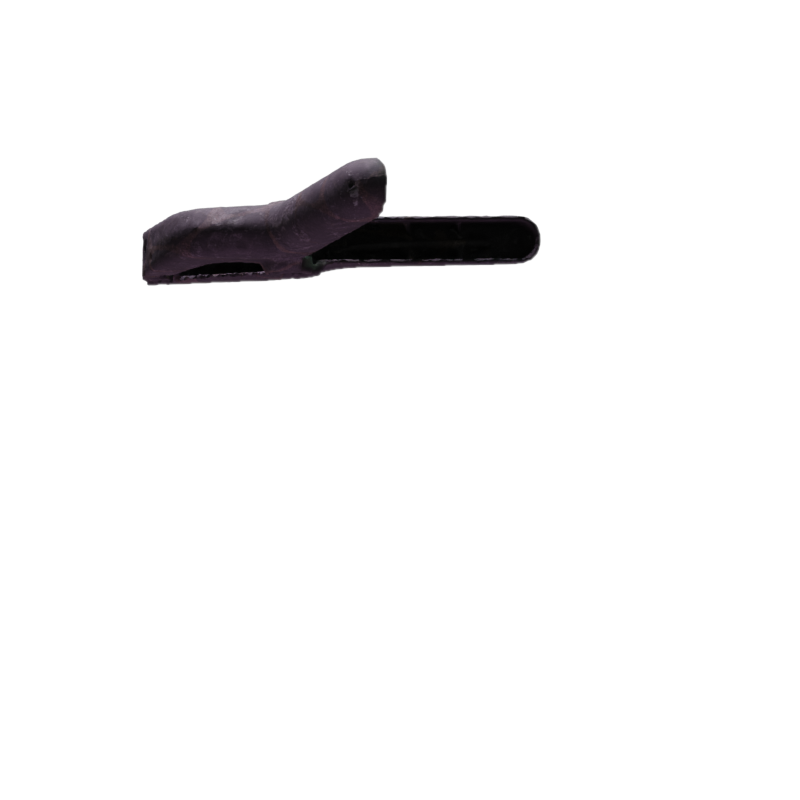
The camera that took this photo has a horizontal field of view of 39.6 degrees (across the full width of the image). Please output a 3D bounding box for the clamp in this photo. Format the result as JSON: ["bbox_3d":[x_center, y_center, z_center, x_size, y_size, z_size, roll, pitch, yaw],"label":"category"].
[{"bbox_3d":[-0.044,-0.081,0.567,0.216,0.037,0.156,-3,-5,39],"label":"clamp"}]
